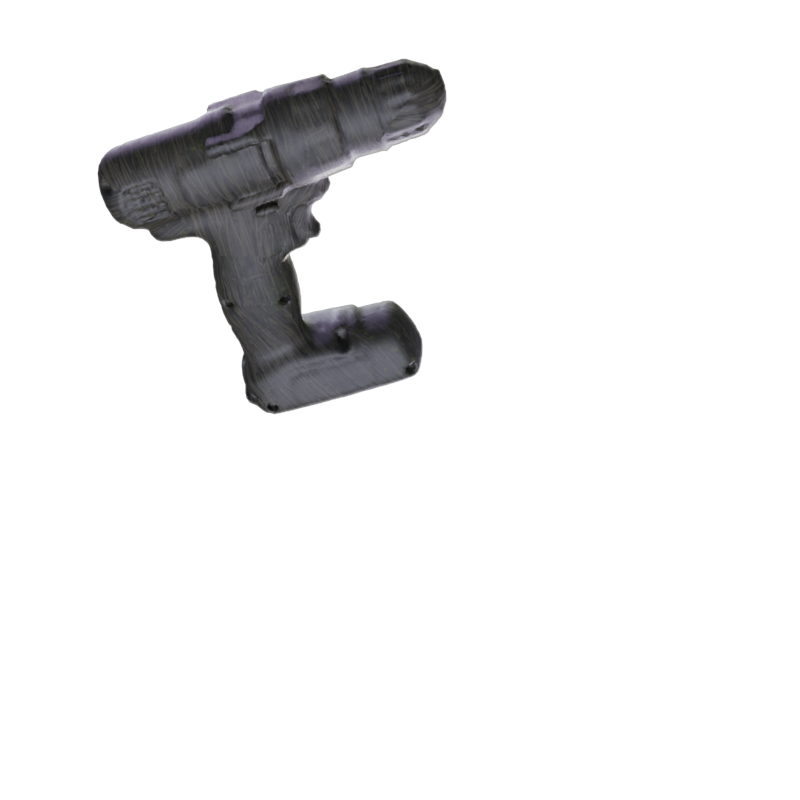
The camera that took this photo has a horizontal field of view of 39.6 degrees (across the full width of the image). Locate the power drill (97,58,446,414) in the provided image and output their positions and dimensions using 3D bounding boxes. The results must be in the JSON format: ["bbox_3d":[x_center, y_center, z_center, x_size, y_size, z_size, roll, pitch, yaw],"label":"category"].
[{"bbox_3d":[-0.047,-0.086,0.605,0.185,0.174,0.061,-14,36,10],"label":"power drill"}]
